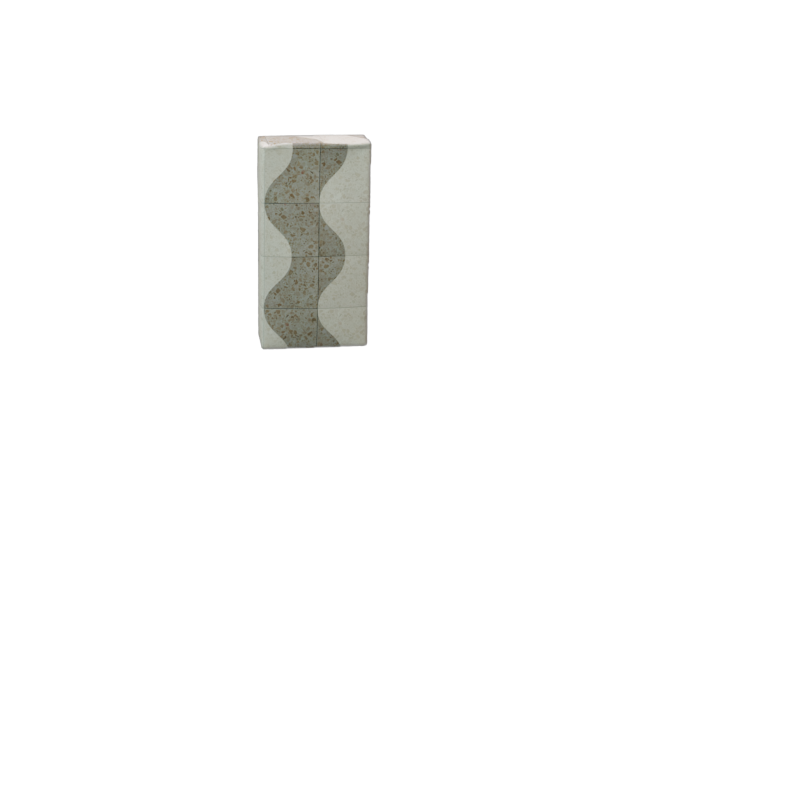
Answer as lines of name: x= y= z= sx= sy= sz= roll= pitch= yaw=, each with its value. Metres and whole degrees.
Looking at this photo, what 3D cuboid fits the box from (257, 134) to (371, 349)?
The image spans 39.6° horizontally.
box: x=-0.073 y=-0.133 z=0.930 sx=0.092 sy=0.169 sz=0.050 roll=-2 pitch=18 yaw=-8
